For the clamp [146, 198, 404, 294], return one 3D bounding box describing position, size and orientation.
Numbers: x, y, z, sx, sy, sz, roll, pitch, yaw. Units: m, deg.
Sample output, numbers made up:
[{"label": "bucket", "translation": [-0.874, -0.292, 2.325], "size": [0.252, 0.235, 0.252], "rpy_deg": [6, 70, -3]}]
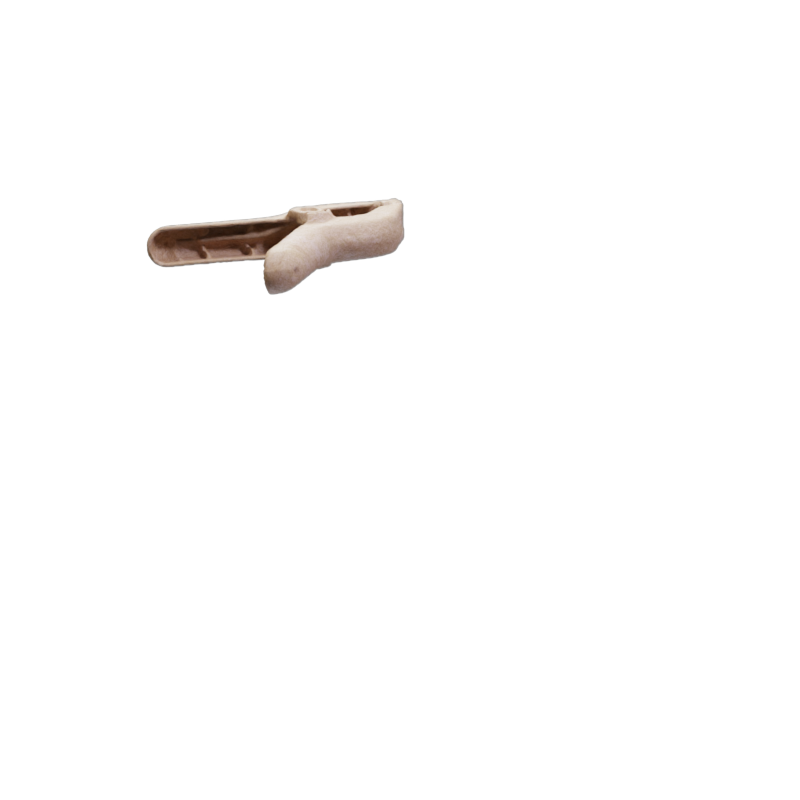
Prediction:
[{"label": "clamp", "translation": [-0.052, -0.096, 0.669], "size": [0.168, 0.037, 0.128], "rpy_deg": [-18, 30, -33]}]
